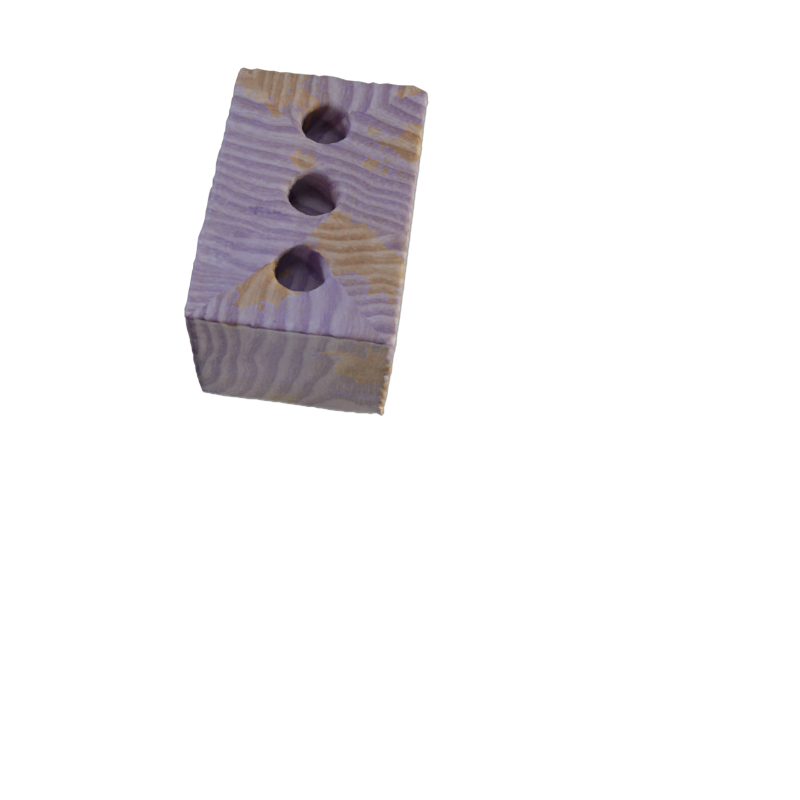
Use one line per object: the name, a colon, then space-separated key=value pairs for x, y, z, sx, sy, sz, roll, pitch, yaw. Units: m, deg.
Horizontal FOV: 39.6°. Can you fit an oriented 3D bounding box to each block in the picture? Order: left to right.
block: x=-0.023 y=-0.043 z=0.299 sx=0.053 sy=0.082 sz=0.048 roll=6 pitch=-27 yaw=1
